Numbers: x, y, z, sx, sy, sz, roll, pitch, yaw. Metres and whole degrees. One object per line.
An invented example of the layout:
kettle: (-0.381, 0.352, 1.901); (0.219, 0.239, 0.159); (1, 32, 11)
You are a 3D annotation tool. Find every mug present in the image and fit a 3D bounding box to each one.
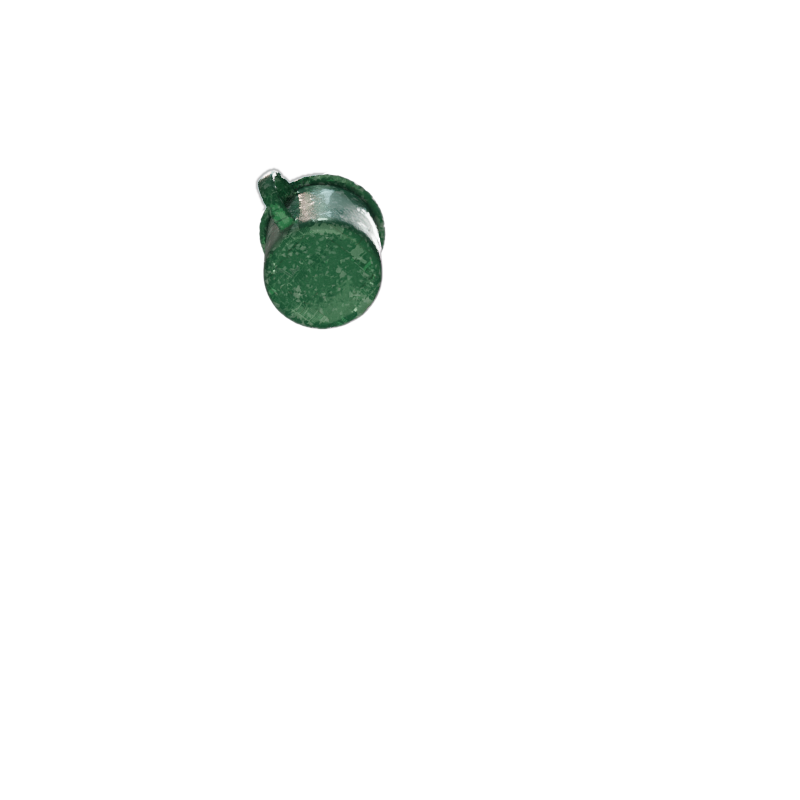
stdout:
mug: (-0.061, -0.111, 0.778); (0.093, 0.111, 0.086); (-30, 23, 13)
